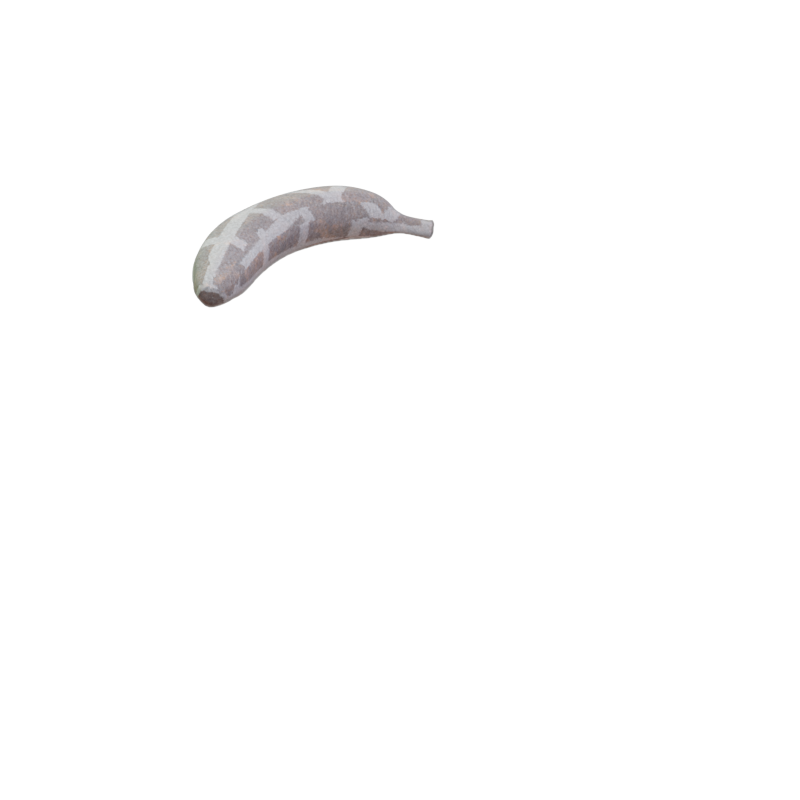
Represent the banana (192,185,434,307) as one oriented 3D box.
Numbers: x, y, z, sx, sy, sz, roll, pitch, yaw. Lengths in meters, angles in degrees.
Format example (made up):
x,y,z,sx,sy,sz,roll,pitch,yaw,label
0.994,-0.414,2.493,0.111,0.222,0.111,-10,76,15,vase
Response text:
x,y,z,sx,sy,sz,roll,pitch,yaw,label
-0.063,-0.099,0.659,0.073,0.035,0.196,18,30,35,banana
